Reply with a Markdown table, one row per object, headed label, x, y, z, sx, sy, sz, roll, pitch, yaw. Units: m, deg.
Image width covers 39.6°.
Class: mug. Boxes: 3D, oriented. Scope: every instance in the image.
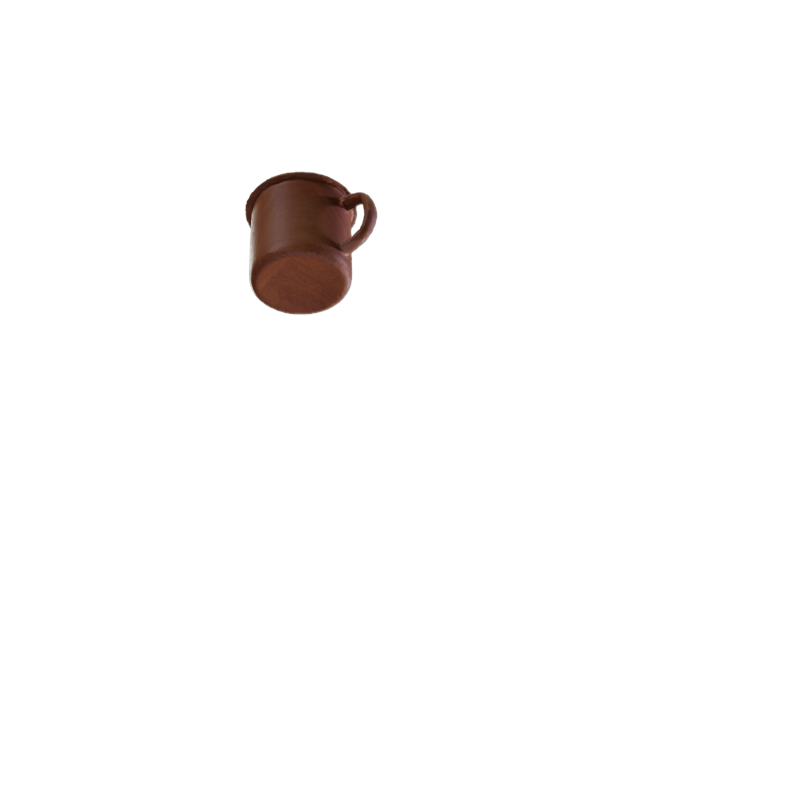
| label | x | y | z | sx | sy | sz | roll | pitch | yaw |
| --- | --- | --- | --- | --- | --- | --- | --- | --- | --- |
| mug | -0.070 | -0.127 | 0.889 | 0.118 | 0.087 | 0.086 | -21 | -43 | 22 |
